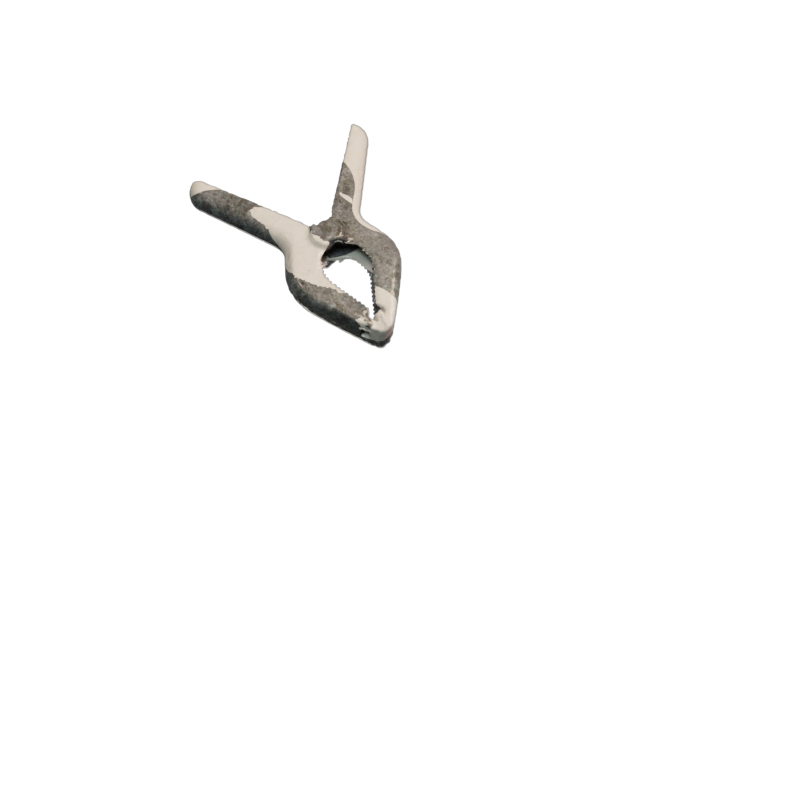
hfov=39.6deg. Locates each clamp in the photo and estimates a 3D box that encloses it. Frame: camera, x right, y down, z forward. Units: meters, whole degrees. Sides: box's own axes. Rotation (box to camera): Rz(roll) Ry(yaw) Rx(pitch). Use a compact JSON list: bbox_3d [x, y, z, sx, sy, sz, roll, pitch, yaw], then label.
[{"bbox_3d":[-0.071,-0.129,0.904,0.163,0.226,0.034,-18,-31,-11],"label":"clamp"}]
